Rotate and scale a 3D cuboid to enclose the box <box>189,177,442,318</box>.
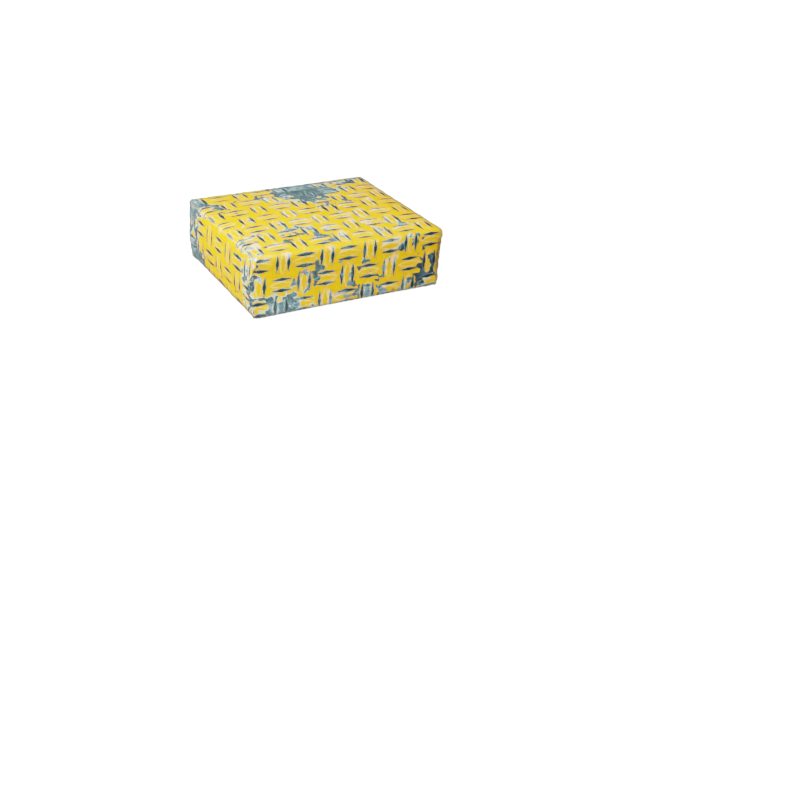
[{"bbox_3d":[-0.048,-0.087,0.607,0.111,0.037,0.097,-15,32,-25],"label":"box"}]
